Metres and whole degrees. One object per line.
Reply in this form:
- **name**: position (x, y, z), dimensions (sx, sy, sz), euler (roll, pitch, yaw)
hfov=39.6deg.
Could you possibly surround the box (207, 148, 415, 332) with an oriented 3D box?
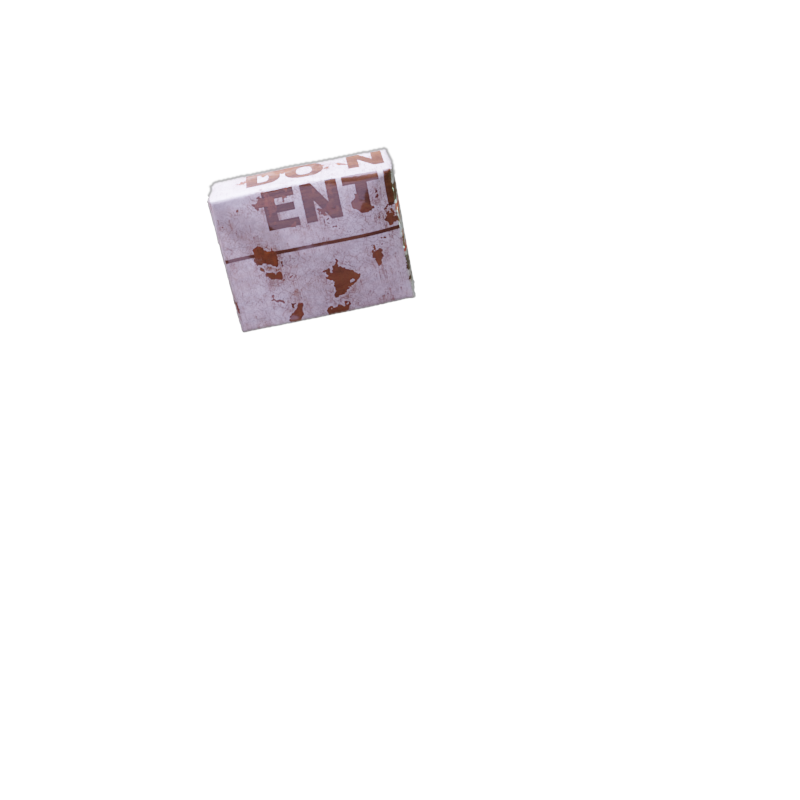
- **box**: position (-0.053, -0.097, 0.681), dimensions (0.114, 0.085, 0.041), euler (-10, 23, 4)
